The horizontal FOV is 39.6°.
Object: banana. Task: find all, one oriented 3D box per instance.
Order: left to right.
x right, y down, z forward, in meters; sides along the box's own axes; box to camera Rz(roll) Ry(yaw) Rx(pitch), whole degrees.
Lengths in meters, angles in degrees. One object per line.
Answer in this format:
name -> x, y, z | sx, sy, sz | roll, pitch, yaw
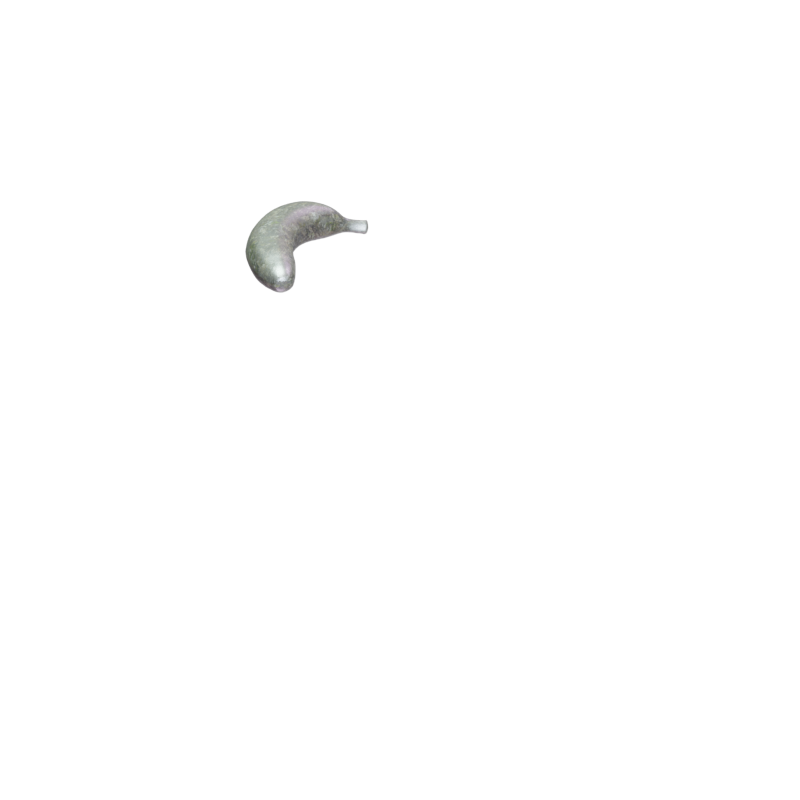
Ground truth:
banana -> -0.086, -0.131, 0.895 | 0.071, 0.035, 0.201 | 7, 24, 15
